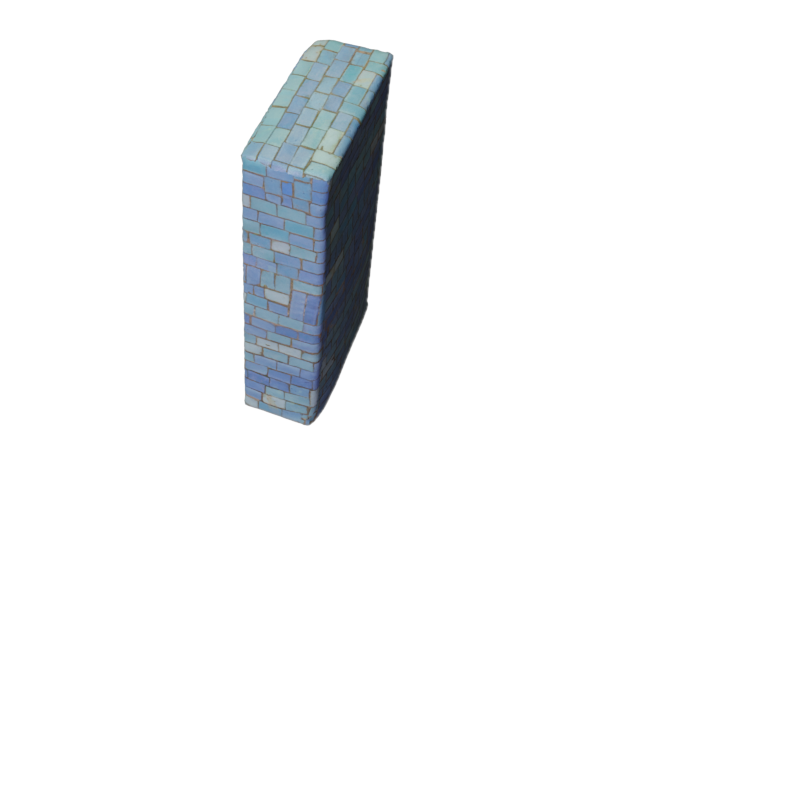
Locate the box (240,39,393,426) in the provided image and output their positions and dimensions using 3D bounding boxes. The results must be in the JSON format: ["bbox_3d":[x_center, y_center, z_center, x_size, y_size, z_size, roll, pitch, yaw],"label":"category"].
[{"bbox_3d":[-0.042,-0.077,0.537,0.049,0.098,0.164,15,-40,9],"label":"box"}]
